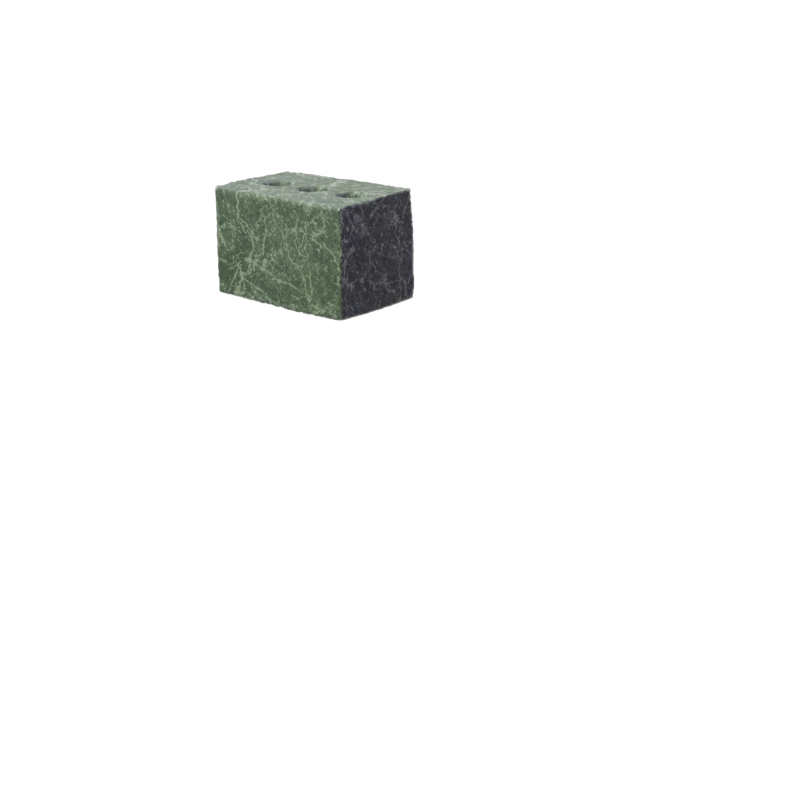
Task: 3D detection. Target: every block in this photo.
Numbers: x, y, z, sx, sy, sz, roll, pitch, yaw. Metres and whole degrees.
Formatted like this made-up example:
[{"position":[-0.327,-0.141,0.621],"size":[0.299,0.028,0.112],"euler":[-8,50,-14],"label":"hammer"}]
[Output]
[{"position":[-0.040,-0.072,0.506],"size":[0.082,0.049,0.052],"euler":[15,22,36],"label":"block"}]
